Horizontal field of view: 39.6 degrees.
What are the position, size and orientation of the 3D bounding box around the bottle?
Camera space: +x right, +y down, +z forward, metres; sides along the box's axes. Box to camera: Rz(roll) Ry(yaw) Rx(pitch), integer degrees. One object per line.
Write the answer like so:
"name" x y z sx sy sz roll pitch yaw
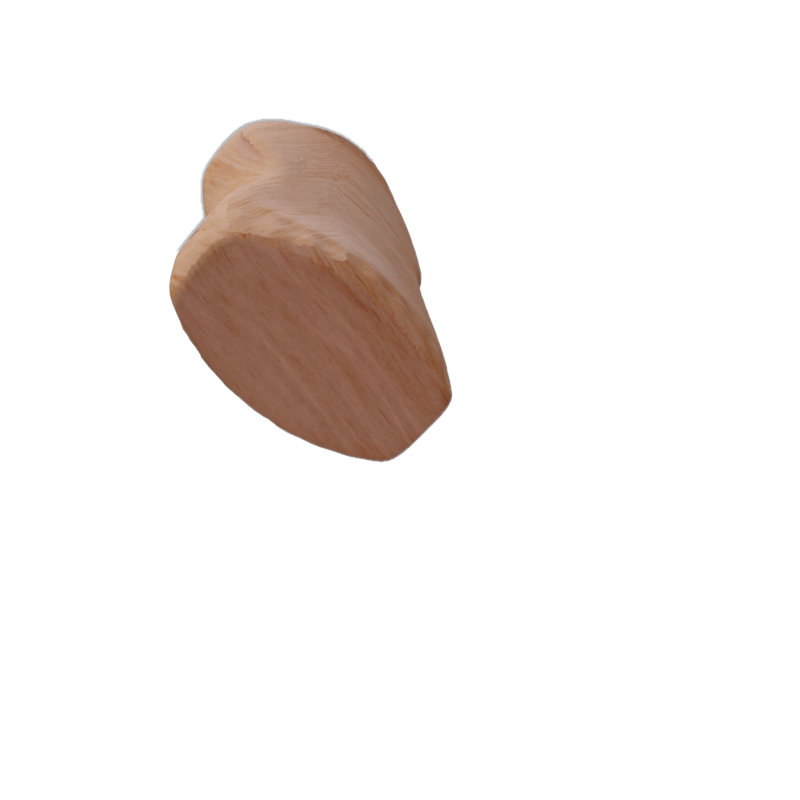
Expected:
"bottle" -0.033 -0.061 0.425 0.092 0.057 0.203 35 20 -19
